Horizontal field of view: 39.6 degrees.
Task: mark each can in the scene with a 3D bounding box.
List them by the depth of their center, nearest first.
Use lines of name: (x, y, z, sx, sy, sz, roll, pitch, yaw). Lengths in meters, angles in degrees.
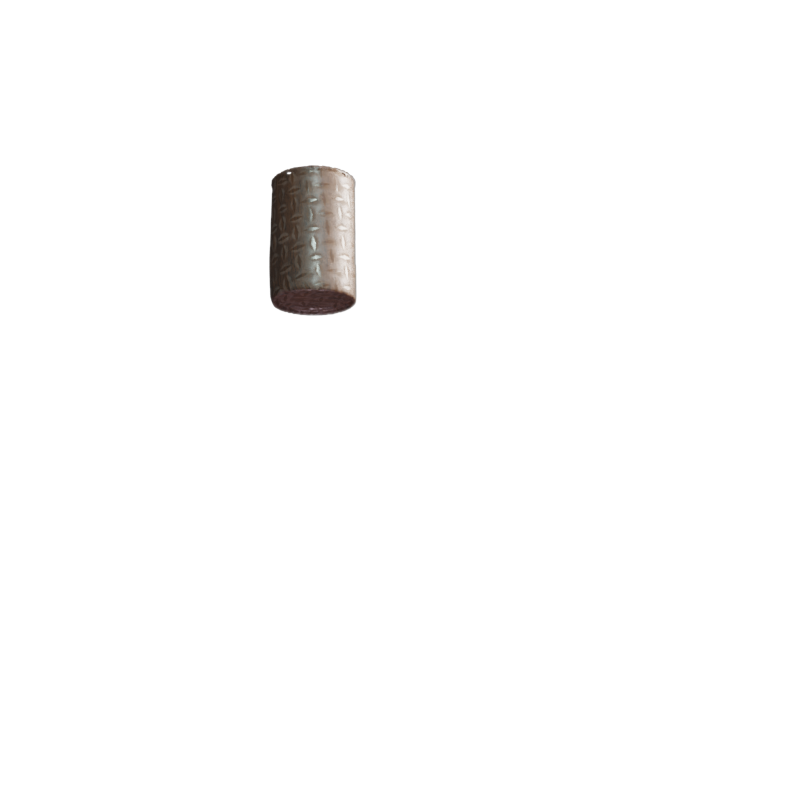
can: (-0.068, -0.125, 0.872, 0.068, 0.107, 0.066, 0, -19, -2)
